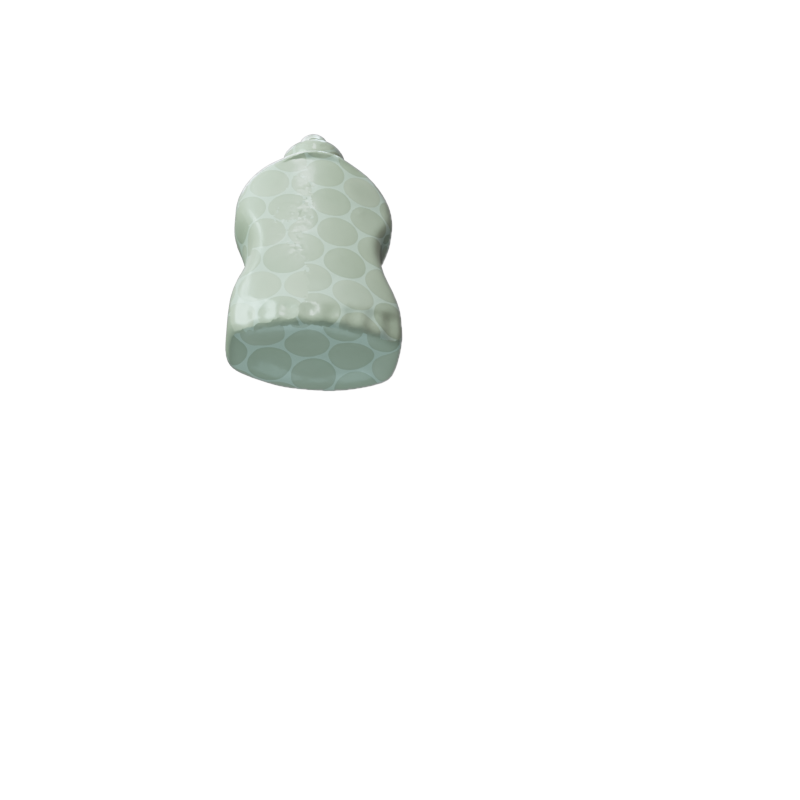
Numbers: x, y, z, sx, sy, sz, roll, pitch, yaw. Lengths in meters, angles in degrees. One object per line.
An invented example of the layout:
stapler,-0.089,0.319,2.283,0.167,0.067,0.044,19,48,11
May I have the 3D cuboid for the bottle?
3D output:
bottle,-0.052,-0.096,0.668,0.095,0.206,0.055,3,-44,-6
